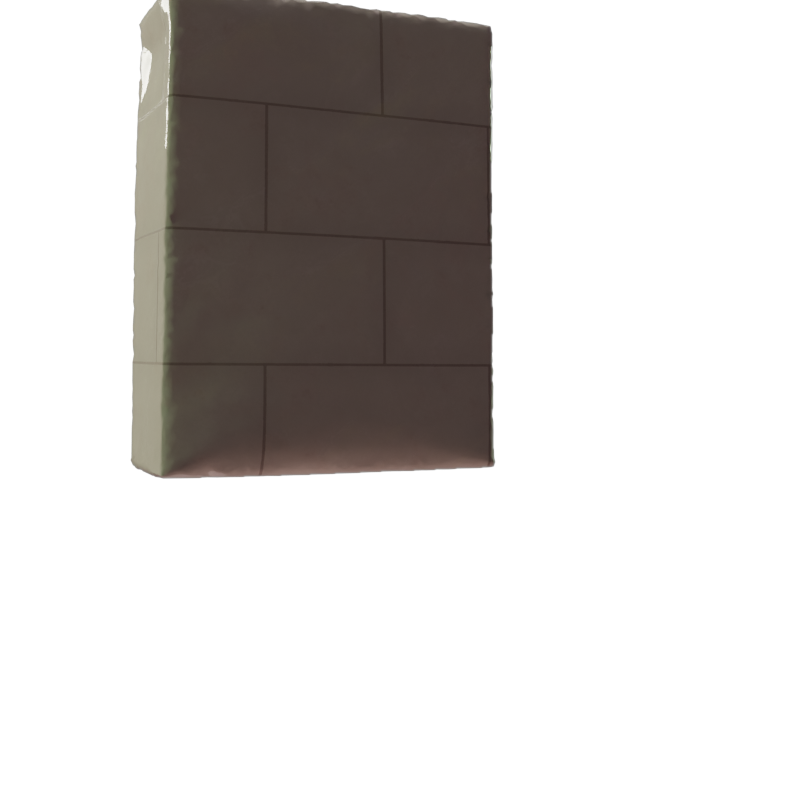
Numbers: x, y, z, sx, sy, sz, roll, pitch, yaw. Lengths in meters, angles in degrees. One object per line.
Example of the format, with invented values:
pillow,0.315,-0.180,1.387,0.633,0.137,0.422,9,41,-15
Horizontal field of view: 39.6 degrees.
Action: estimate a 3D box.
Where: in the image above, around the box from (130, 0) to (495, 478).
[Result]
box,-0.041,-0.075,0.526,0.159,0.217,0.073,1,-6,-24
